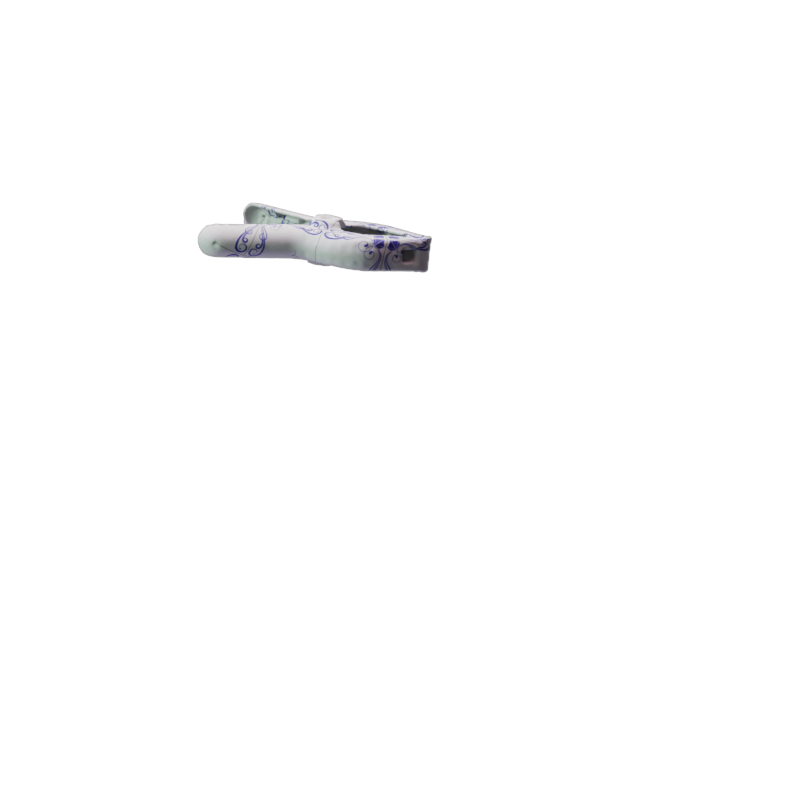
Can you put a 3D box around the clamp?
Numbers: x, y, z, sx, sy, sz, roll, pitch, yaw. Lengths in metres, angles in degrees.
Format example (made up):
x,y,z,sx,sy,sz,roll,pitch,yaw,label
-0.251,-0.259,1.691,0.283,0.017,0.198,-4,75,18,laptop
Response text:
x,y,z,sx,sy,sz,roll,pitch,yaw,label
-0.066,-0.121,0.844,0.177,0.037,0.122,10,26,20,clamp
